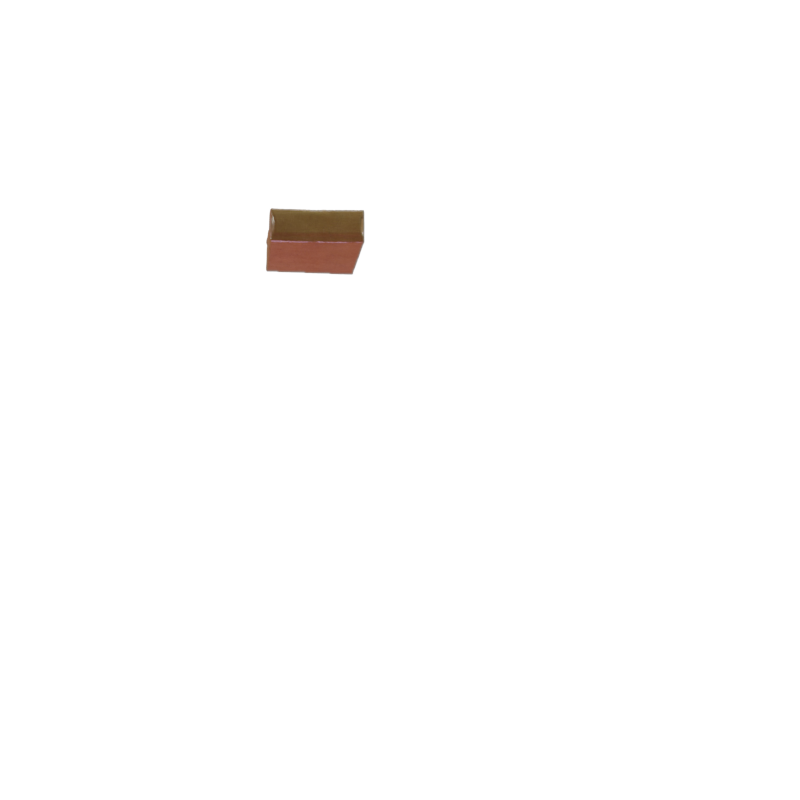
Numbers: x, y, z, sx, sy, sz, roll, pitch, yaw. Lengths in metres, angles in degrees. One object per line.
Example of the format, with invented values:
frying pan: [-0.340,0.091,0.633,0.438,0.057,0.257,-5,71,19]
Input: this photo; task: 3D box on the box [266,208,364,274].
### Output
box: [-0.069,-0.126,0.885,0.073,0.031,0.087,1,-11,-6]
